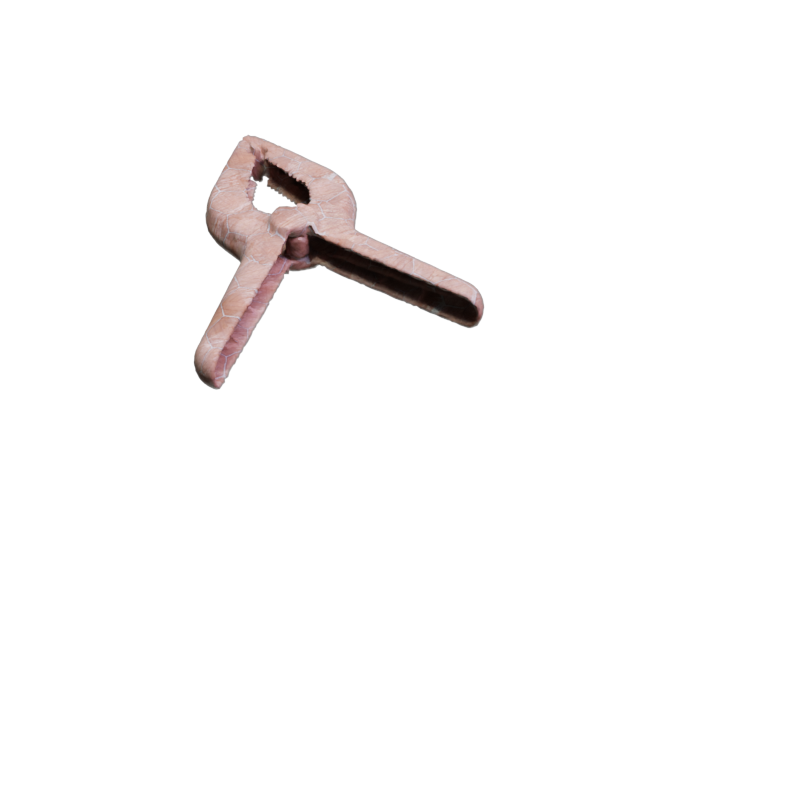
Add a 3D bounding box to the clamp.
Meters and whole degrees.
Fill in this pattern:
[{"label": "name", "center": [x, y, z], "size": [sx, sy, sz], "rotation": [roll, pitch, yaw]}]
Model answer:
[{"label": "clamp", "center": [-0.053, -0.096, 0.671], "size": [0.163, 0.034, 0.227], "rotation": [-9, 43, -10]}]
